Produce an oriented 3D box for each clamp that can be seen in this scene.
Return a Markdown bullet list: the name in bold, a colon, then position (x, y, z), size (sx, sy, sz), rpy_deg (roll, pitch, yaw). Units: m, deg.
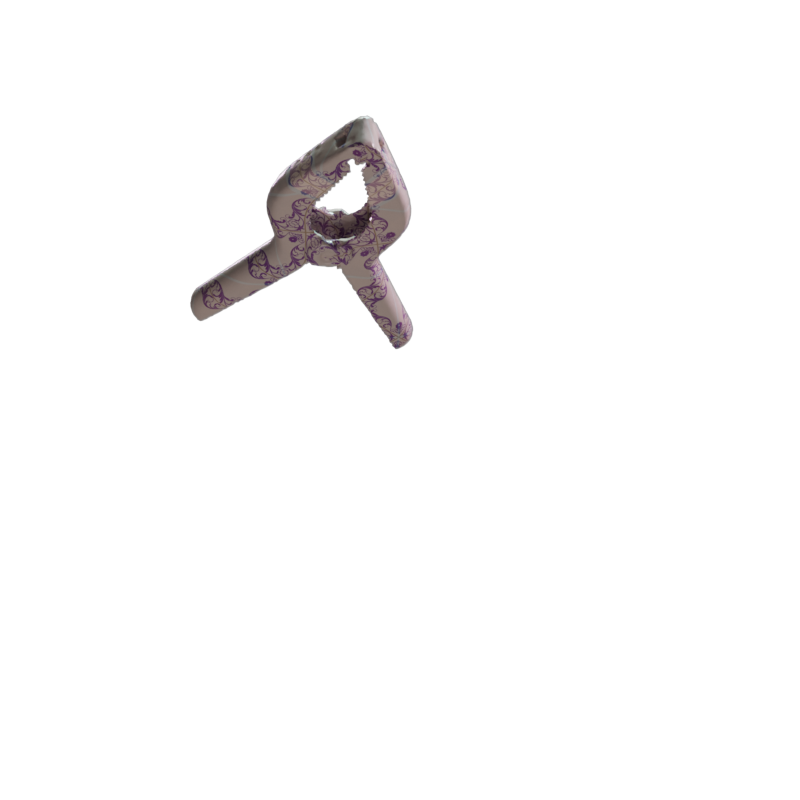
- **clamp**: position (-0.059, -0.107, 0.750), size (0.163, 0.039, 0.197), rpy_deg (4, -37, -6)
